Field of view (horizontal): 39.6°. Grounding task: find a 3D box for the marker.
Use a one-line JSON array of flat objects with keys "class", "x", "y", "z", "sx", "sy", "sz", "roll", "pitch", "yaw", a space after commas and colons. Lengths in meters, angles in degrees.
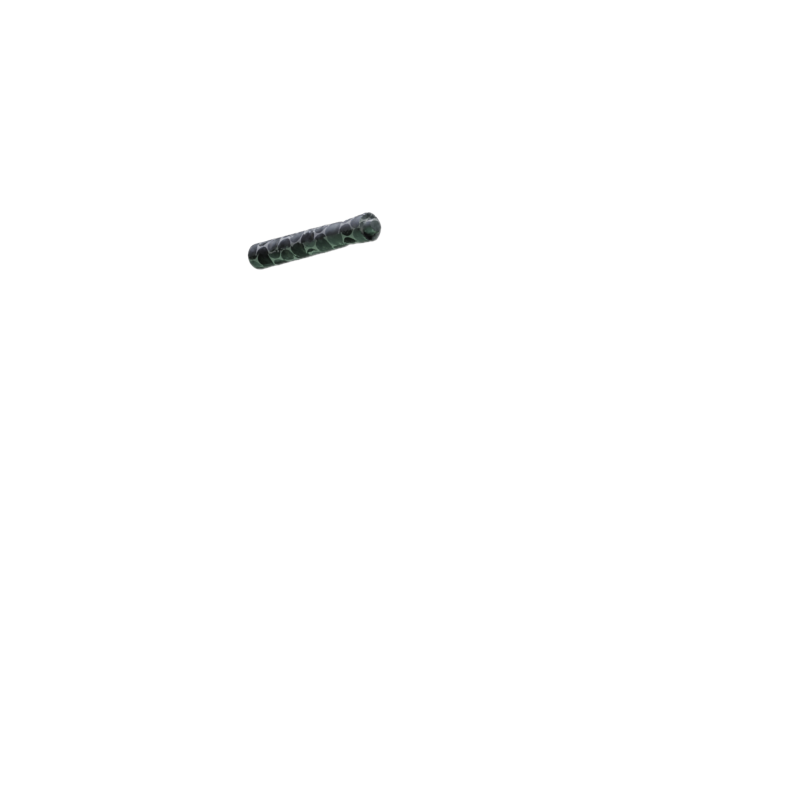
[{"class": "marker", "x": -0.057, "y": -0.105, "z": 0.734, "sx": 0.019, "sy": 0.020, "sz": 0.124, "roll": -4, "pitch": -1, "yaw": -43}]
